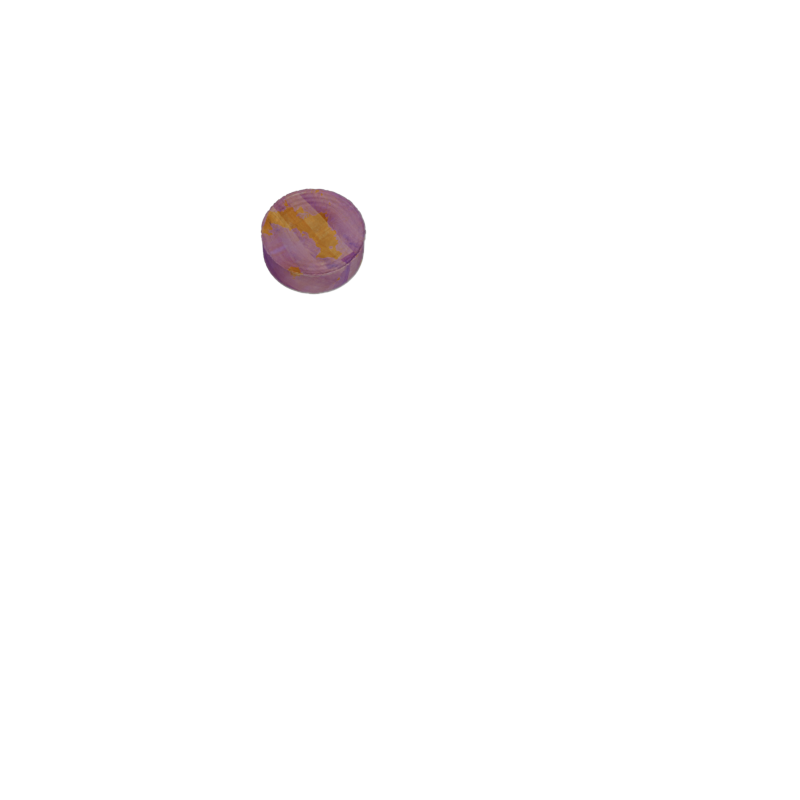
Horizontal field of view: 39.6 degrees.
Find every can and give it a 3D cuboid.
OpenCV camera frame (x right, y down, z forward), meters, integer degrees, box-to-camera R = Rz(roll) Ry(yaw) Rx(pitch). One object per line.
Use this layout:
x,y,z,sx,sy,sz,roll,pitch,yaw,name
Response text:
-0.072,-0.131,0.915,0.086,0.092,0.031,-1,-31,-1,can
